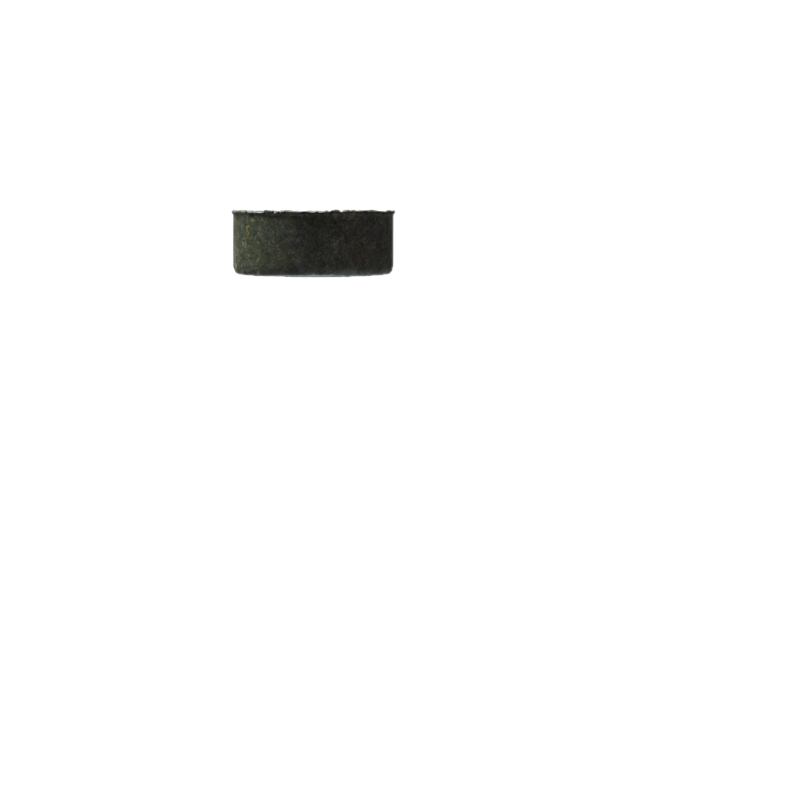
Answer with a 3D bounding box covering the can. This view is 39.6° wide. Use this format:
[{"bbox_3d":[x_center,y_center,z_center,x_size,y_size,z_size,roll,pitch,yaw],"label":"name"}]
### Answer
[{"bbox_3d":[-0.046,-0.083,0.583,0.086,0.033,0.087,0,8,-2],"label":"can"}]
